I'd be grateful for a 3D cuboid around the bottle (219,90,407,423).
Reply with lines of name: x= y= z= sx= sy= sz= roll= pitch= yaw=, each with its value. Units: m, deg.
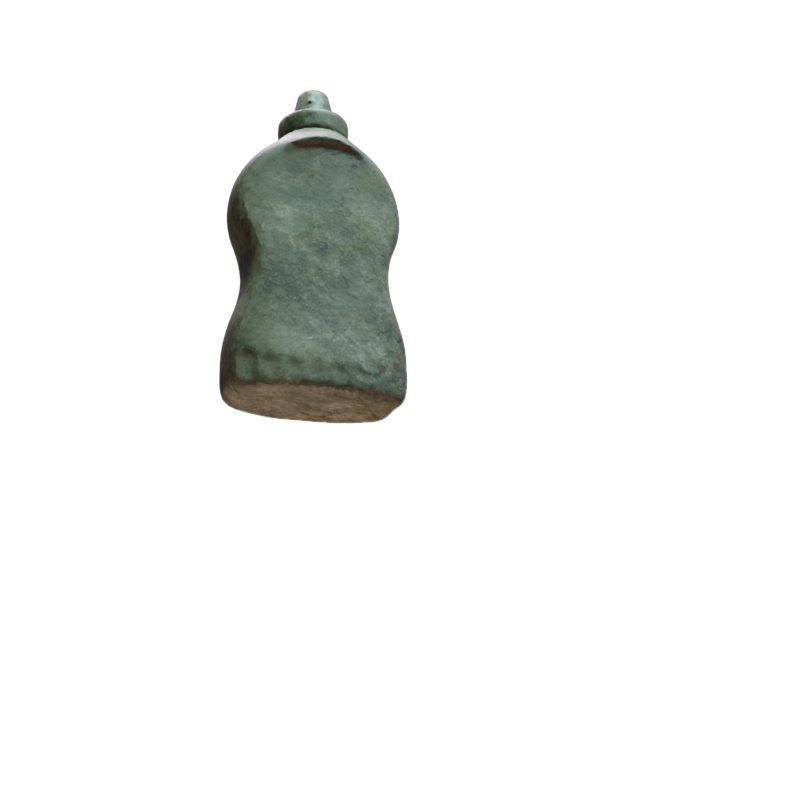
bottle: x=-0.048 y=-0.087 z=0.612 sx=0.094 sy=0.203 sz=0.056 roll=5 pitch=-25 yaw=-15
